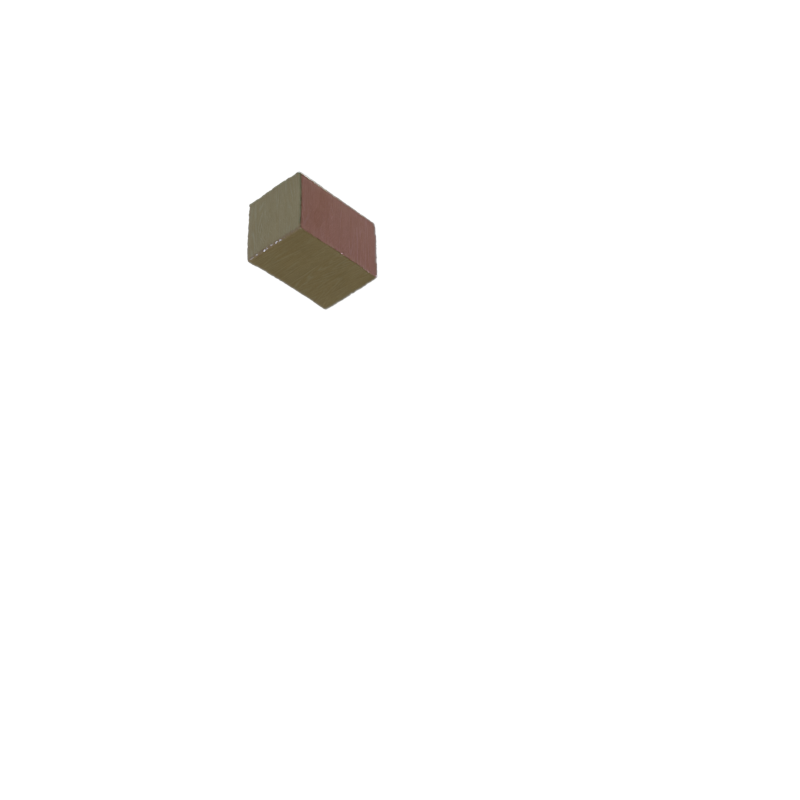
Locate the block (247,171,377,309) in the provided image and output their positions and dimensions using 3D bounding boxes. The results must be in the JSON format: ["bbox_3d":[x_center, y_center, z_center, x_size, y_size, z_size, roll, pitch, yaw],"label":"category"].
[{"bbox_3d":[-0.060,-0.109,0.764,0.053,0.055,0.073,-30,-45,32],"label":"block"}]
